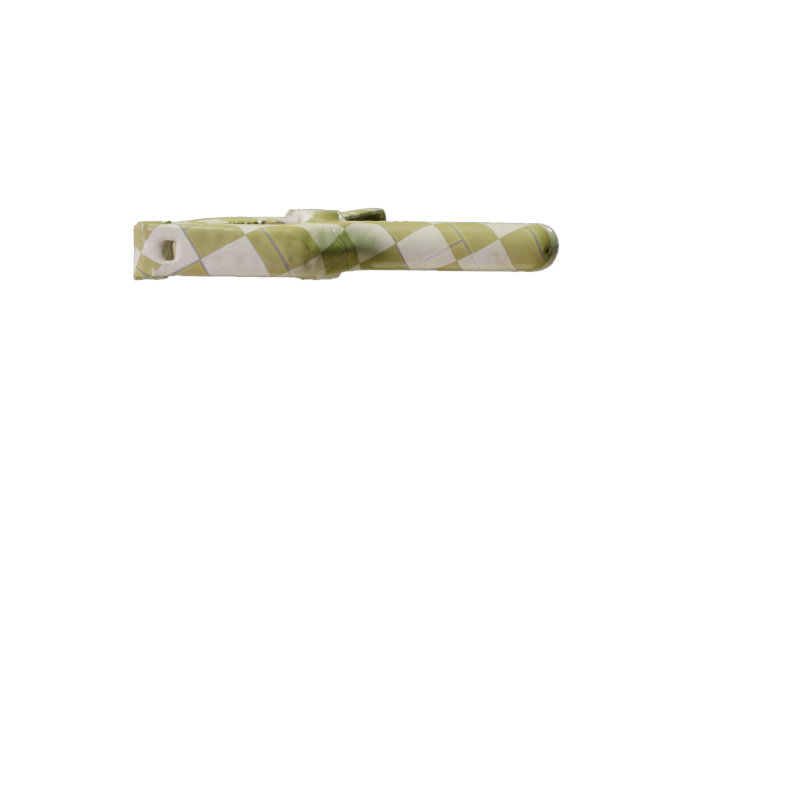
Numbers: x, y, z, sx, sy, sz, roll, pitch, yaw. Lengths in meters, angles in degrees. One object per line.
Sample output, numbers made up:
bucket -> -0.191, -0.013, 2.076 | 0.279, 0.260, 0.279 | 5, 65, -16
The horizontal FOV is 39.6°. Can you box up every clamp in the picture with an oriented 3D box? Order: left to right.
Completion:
clamp -> -0.047, -0.085, 0.595 | 0.204, 0.036, 0.172 | -6, 13, -27
